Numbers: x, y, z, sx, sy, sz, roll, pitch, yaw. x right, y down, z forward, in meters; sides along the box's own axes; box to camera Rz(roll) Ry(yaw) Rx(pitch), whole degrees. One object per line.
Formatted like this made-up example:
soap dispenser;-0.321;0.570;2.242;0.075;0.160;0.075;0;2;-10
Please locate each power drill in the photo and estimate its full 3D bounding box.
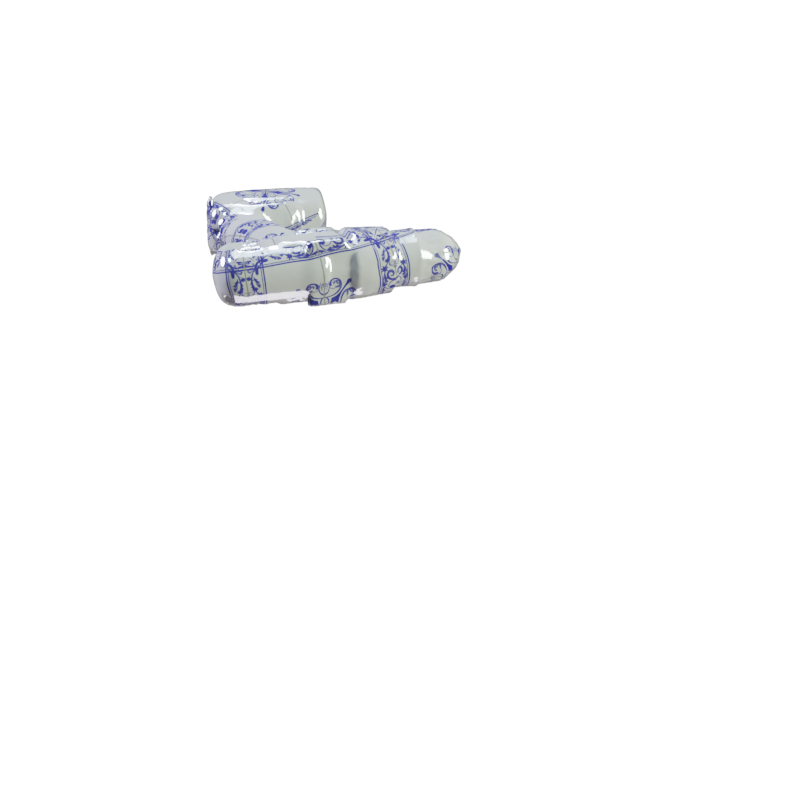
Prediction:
power drill;-0.068;-0.124;0.867;0.181;0.055;0.198;-6;20;-18
